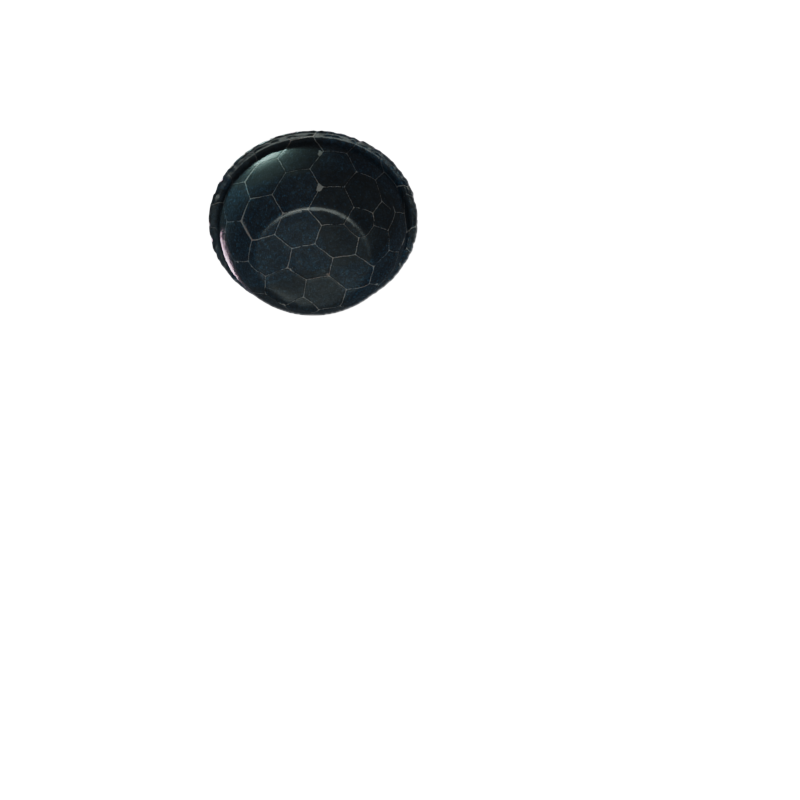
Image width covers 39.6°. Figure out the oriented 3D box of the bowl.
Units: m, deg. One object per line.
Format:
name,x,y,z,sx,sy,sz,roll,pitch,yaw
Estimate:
bowl,-0.065,-0.119,0.837,0.162,0.152,0.059,1,34,-1
